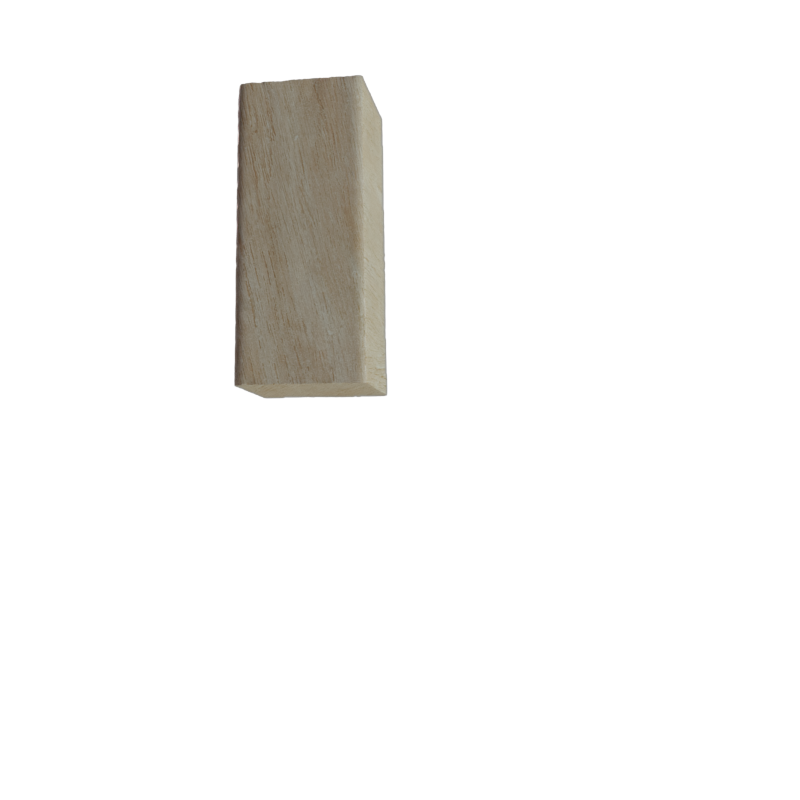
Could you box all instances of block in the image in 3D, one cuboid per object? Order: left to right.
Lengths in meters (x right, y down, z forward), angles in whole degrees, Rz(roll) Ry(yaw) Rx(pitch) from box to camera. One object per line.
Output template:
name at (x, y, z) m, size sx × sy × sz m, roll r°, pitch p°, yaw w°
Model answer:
block at (-0.061, -0.109, 0.767) m, size 0.091 × 0.213 × 0.087 m, roll -3°, pitch -12°, yaw 9°
